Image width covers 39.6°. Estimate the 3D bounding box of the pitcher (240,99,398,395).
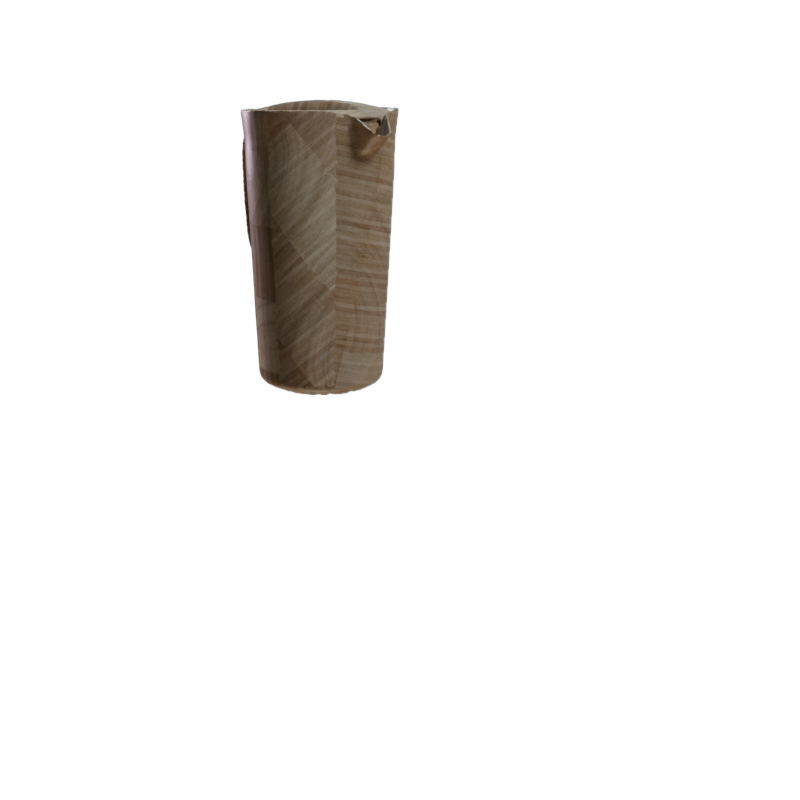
[{"bbox_3d":[-0.075,-0.137,0.957,0.146,0.238,0.152,1,11,4],"label":"pitcher"}]
